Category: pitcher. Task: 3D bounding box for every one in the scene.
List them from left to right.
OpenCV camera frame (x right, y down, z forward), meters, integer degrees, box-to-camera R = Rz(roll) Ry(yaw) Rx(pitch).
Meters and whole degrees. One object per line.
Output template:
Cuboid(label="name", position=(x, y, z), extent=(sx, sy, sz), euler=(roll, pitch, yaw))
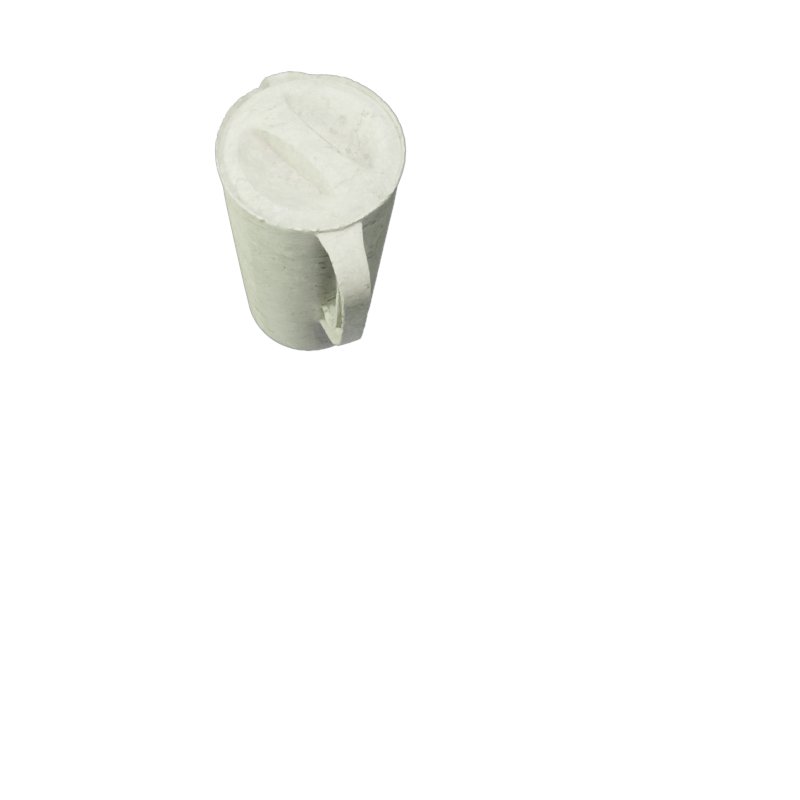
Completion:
Cuboid(label="pitcher", position=(-0.068, -0.123, 0.863), extent=(0.148, 0.154, 0.230), euler=(24, -24, 8))
